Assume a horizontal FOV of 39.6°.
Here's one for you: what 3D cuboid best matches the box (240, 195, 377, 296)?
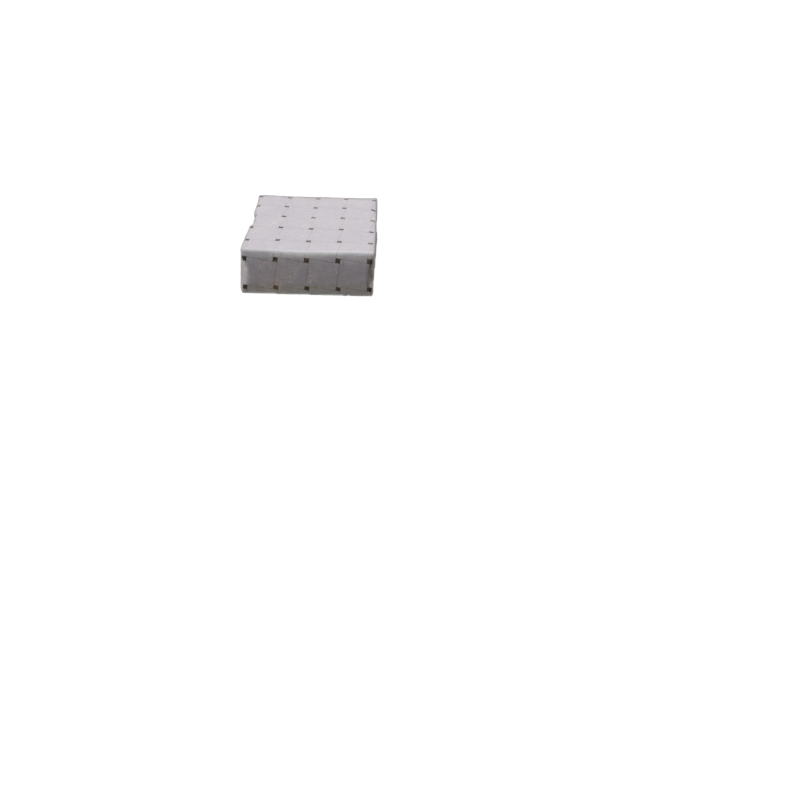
[{"bbox_3d":[-0.050,-0.091,0.639,0.073,0.029,0.094,1,29,2],"label":"box"}]
